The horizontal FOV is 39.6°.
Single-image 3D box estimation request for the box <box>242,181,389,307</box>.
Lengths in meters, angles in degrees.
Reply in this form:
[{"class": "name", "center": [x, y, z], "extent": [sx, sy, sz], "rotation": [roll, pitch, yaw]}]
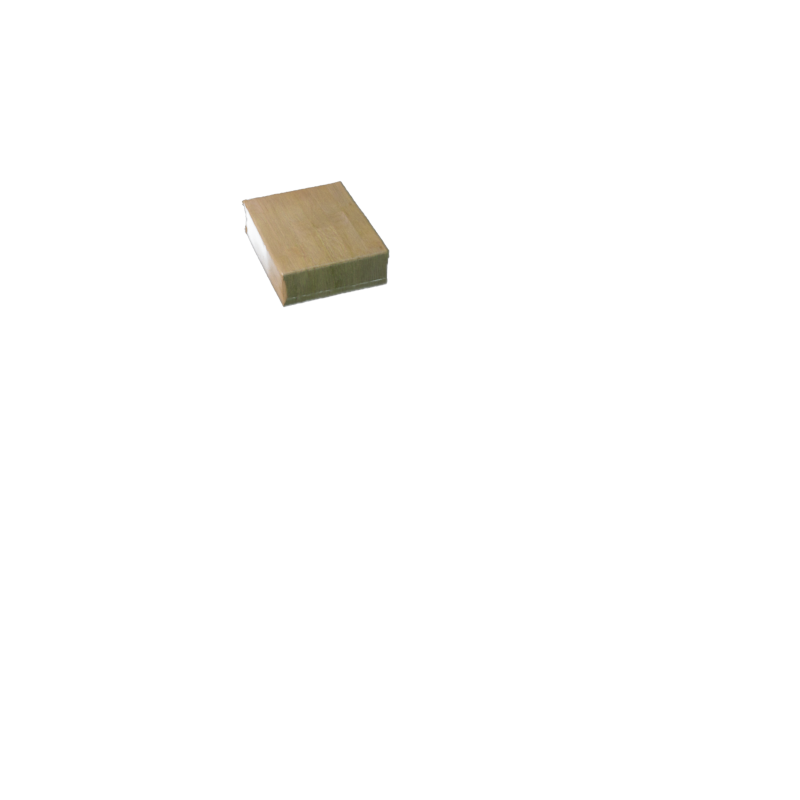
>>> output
[{"class": "box", "center": [-0.071, -0.129, 0.905], "extent": [0.089, 0.036, 0.123], "rotation": [-13, 41, -17]}]
